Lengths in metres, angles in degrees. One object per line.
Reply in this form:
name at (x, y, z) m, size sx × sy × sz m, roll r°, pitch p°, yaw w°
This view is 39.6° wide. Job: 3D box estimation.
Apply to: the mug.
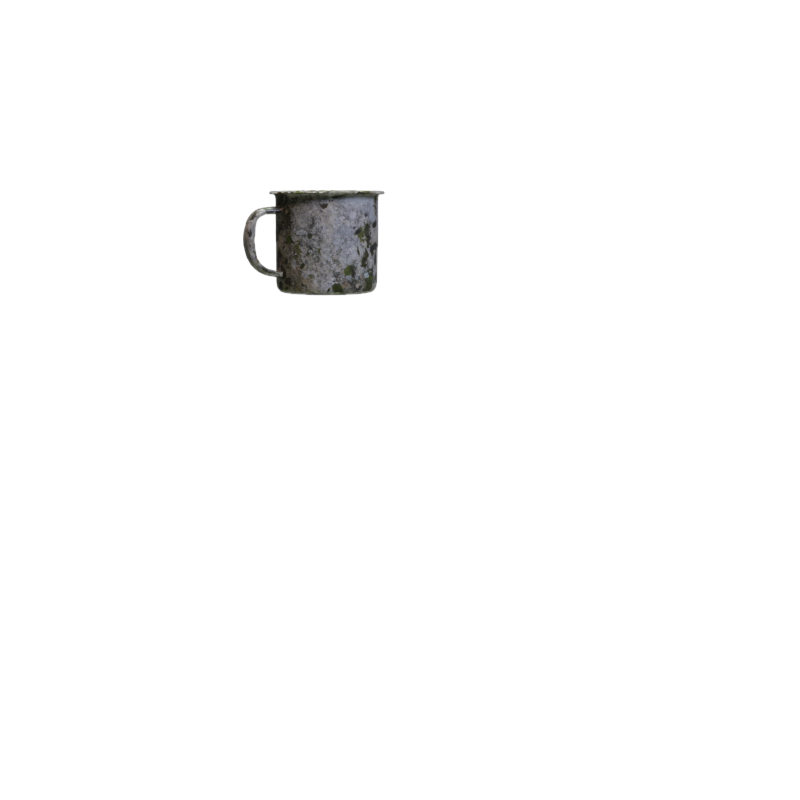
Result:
mug at (-0.069, -0.127, 0.888) m, size 0.114 × 0.081 × 0.097 m, roll -4°, pitch 8°, yaw -28°
